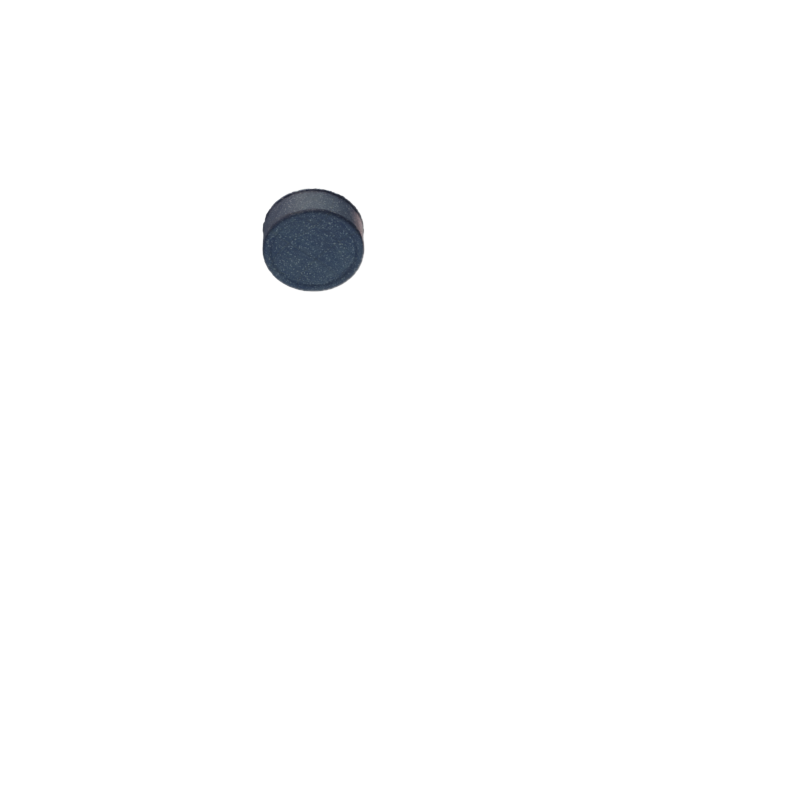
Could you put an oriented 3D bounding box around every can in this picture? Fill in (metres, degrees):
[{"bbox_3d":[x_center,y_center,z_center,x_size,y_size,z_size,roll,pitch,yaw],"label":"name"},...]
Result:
[{"bbox_3d":[-0.072,-0.132,0.925,0.086,0.080,0.036,1,40,-1],"label":"can"}]
